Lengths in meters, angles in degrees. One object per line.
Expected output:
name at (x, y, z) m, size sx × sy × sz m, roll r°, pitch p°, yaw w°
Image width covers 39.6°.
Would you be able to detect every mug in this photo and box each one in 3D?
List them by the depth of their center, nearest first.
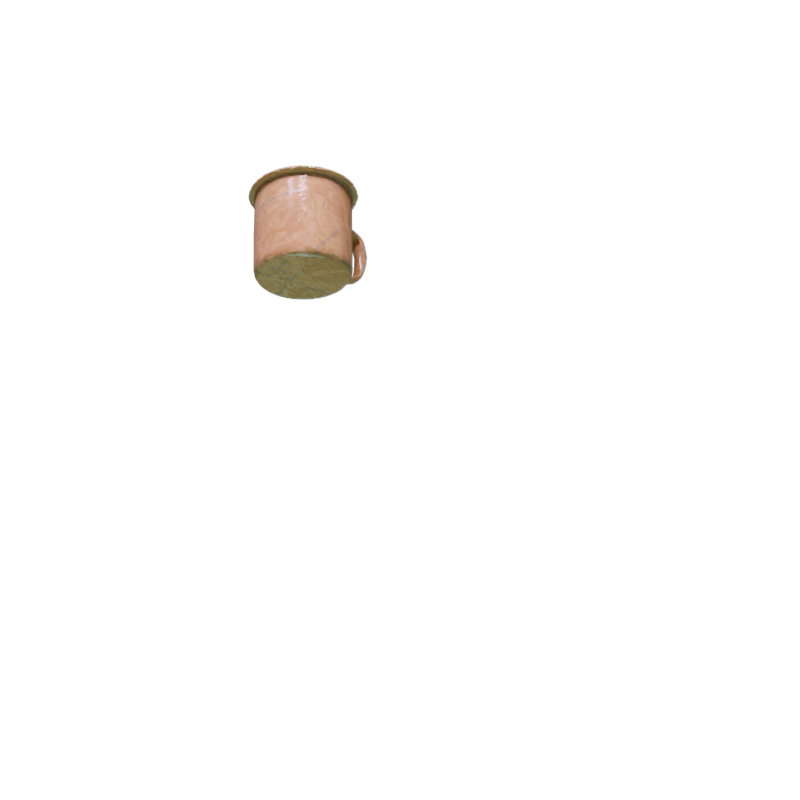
mug at (-0.073, -0.133, 0.933) m, size 0.094 × 0.087 × 0.110 m, roll -24°, pitch -34°, yaw 37°
